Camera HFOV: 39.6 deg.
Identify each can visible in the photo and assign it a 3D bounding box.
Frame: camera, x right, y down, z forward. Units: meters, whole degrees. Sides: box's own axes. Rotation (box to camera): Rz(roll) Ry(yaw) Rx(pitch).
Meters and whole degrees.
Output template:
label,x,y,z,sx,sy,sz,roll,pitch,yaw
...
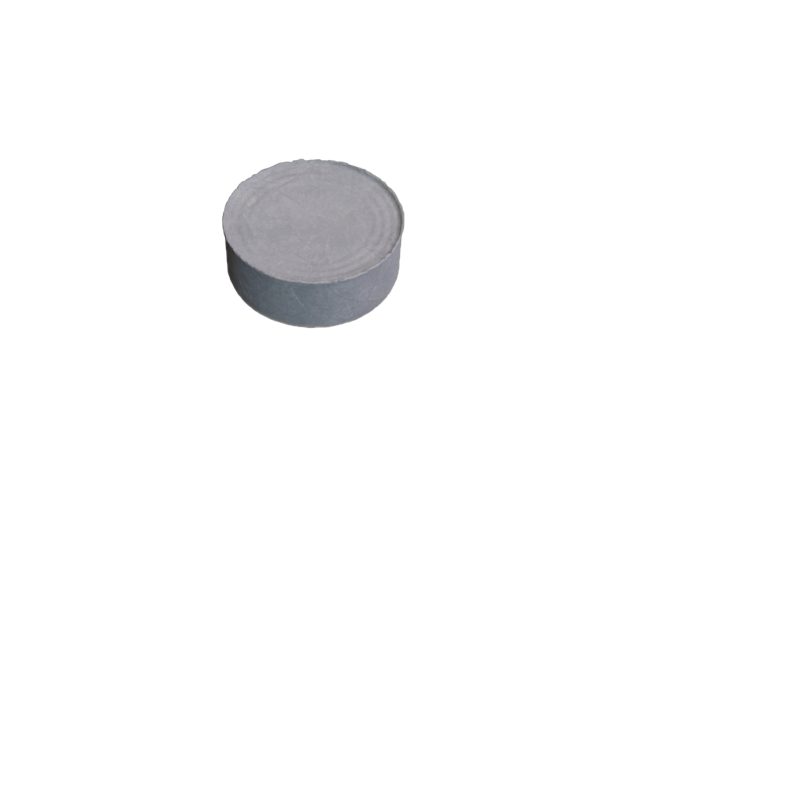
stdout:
label,x,y,z,sx,sy,sz,roll,pitch,yaw
can,-0.042,-0.076,0.532,0.086,0.092,0.031,-1,-42,-1
